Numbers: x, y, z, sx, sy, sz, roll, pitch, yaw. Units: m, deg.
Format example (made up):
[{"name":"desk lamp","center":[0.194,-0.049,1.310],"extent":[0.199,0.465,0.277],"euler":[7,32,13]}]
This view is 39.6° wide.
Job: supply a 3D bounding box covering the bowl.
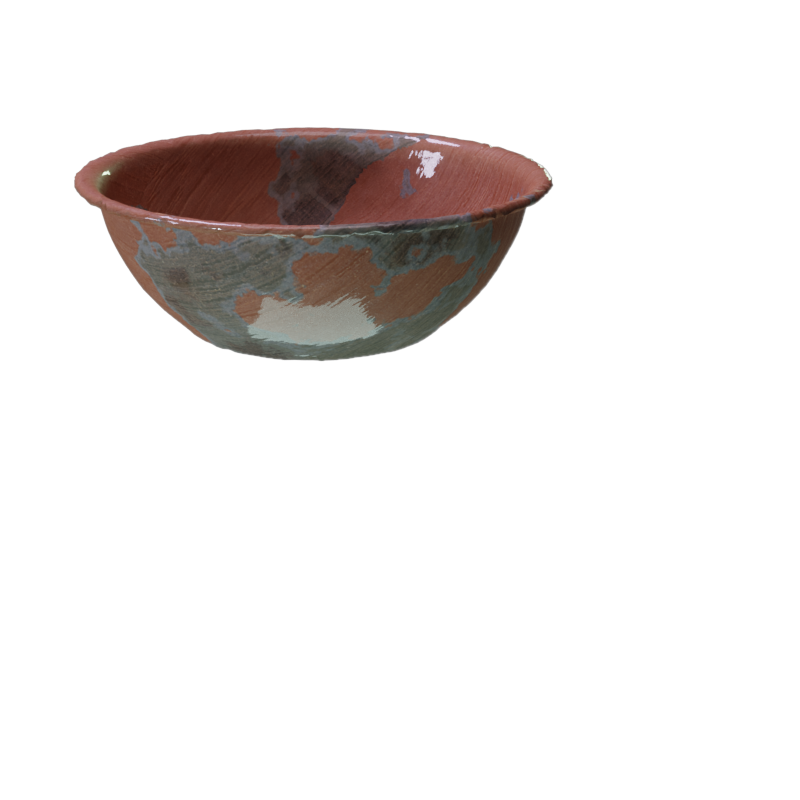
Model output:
[{"name":"bowl","center":[-0.030,-0.055,0.388],"extent":[0.162,0.053,0.169],"euler":[-1,22,-2]}]
